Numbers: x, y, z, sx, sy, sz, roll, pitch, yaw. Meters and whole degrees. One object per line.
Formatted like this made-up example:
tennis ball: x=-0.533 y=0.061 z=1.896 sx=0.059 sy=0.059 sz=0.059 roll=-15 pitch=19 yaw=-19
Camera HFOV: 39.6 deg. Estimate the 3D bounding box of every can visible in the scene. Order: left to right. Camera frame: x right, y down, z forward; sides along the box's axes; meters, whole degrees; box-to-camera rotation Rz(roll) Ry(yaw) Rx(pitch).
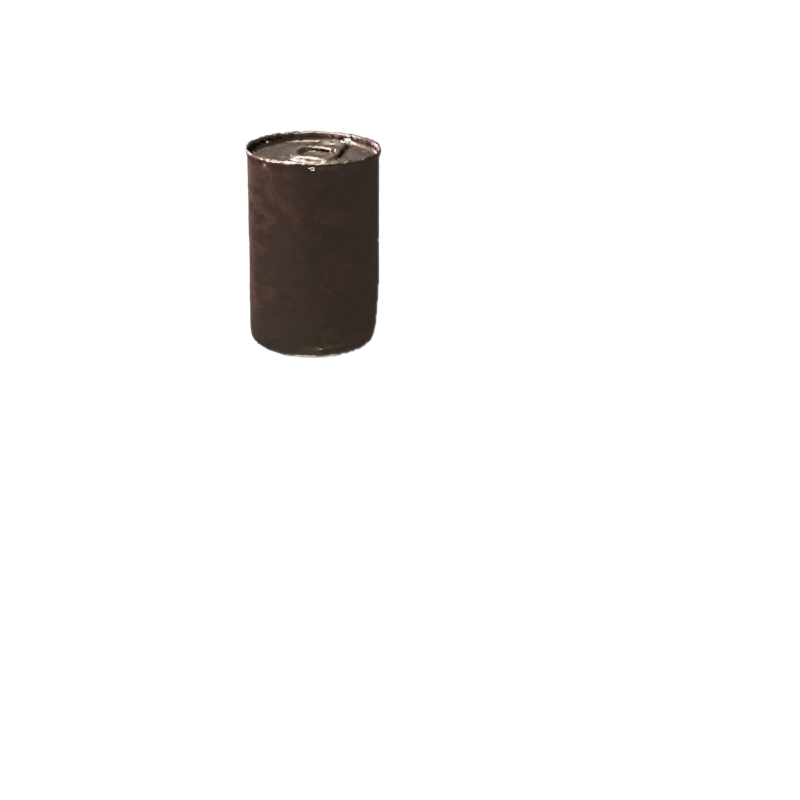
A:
can: x=-0.045 y=-0.082 z=0.571 sx=0.068 sy=0.098 sz=0.072 roll=0 pitch=22 yaw=-2
